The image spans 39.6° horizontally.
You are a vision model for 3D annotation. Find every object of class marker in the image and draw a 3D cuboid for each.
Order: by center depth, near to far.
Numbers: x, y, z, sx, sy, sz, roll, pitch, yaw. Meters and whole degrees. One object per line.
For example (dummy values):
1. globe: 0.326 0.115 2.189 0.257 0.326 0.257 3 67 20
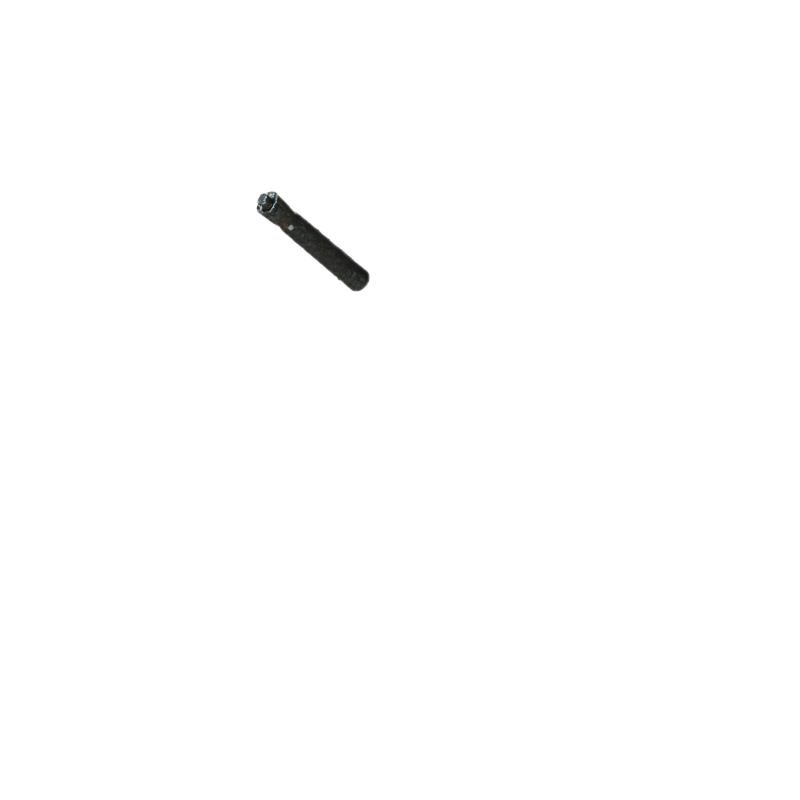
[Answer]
1. marker: -0.063 -0.115 0.806 0.021 0.020 0.112 3 -24 42
